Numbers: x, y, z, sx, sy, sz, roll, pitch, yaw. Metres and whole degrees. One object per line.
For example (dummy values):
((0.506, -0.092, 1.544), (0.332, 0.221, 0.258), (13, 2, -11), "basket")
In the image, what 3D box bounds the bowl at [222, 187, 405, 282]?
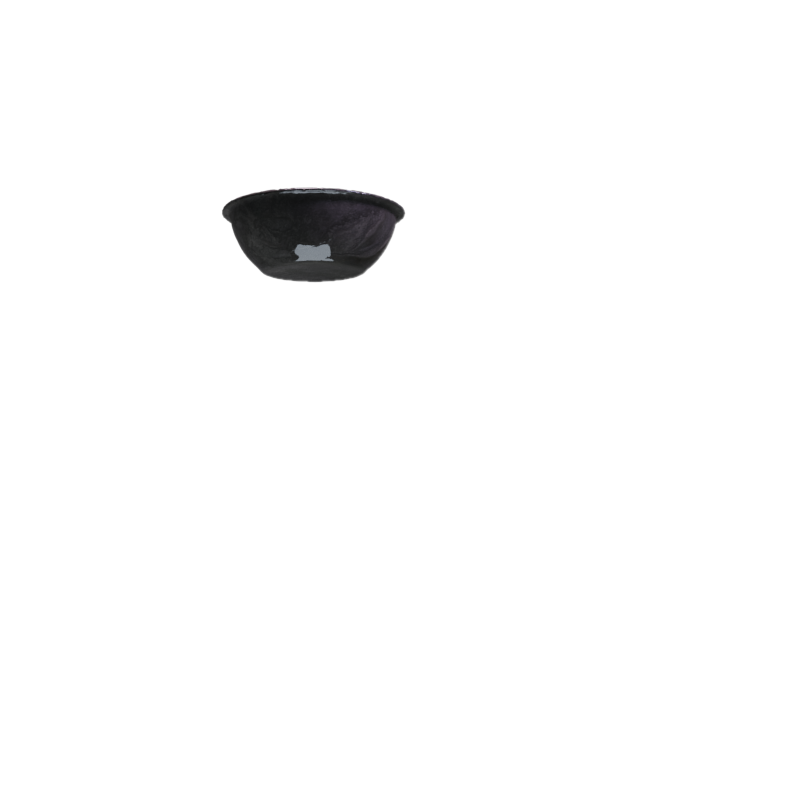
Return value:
((-0.076, -0.139, 0.972), (0.162, 0.056, 0.159), (0, -6, -2), "bowl")
